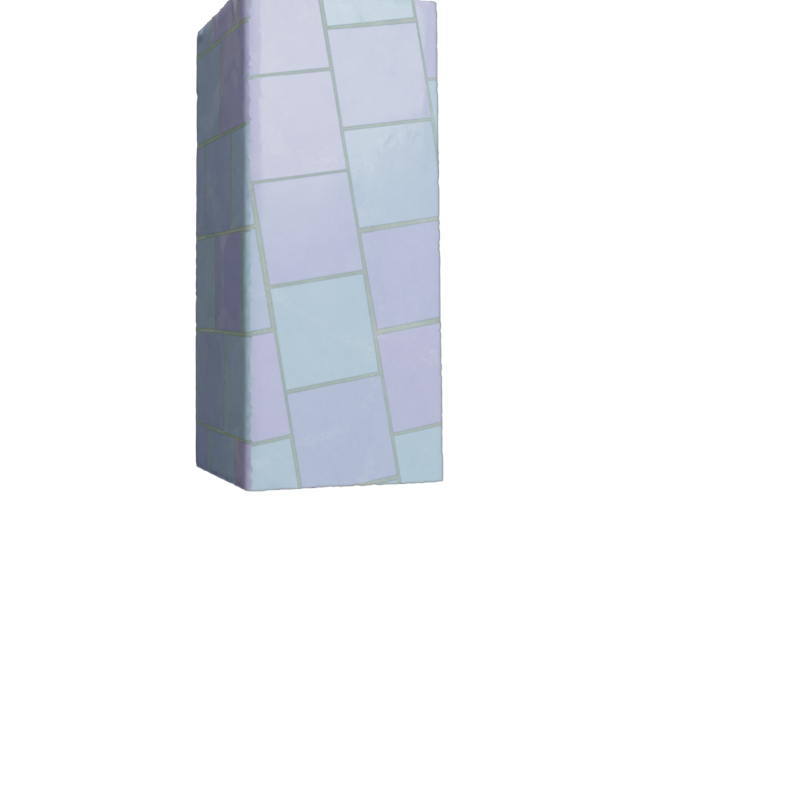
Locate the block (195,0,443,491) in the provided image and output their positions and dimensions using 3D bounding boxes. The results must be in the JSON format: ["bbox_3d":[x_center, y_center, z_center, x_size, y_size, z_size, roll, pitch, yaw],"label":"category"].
[{"bbox_3d":[-0.040,-0.071,0.500,0.088,0.208,0.092,1,-3,-22],"label":"block"}]
